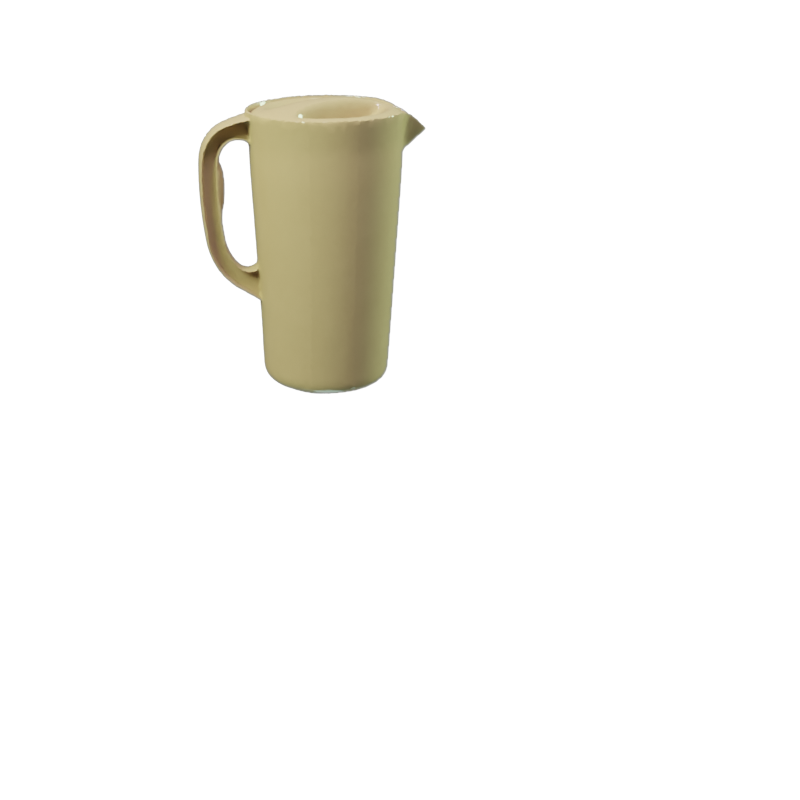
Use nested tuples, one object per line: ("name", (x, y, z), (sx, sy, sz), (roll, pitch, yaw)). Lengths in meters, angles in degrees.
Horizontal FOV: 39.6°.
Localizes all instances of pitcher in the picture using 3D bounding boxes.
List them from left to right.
("pitcher", (-0.073, -0.134, 0.939), (0.156, 0.233, 0.144), (12, 21, 30))
